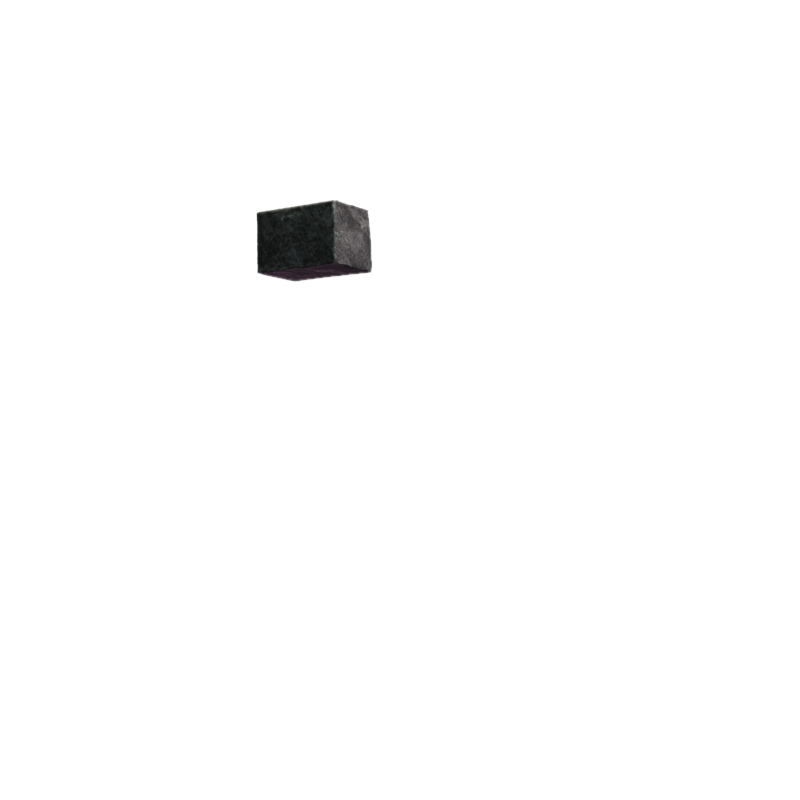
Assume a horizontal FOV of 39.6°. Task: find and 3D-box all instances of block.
[{"bbox_3d":[-0.069,-0.126,0.879,0.080,0.052,0.050,-4,-8,33],"label":"block"}]
